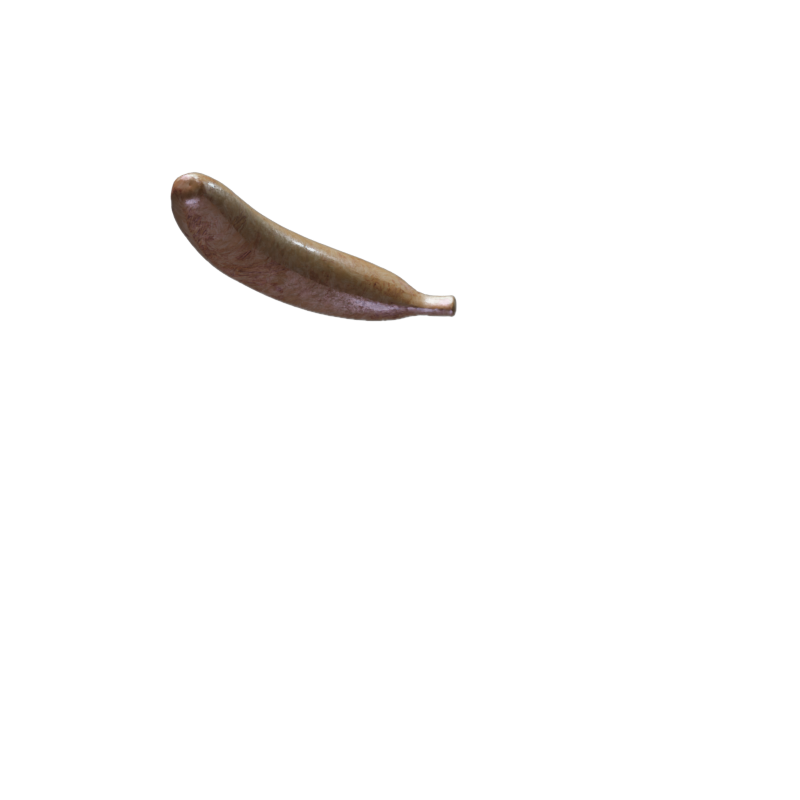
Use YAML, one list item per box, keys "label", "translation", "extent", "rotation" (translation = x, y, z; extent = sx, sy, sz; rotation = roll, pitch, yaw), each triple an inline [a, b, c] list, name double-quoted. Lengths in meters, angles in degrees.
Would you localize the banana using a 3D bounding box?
- label: "banana"
  translation: [-0.056, -0.078, 0.591]
  extent: [0.070, 0.039, 0.186]
  rotation: [-19, -26, 42]
